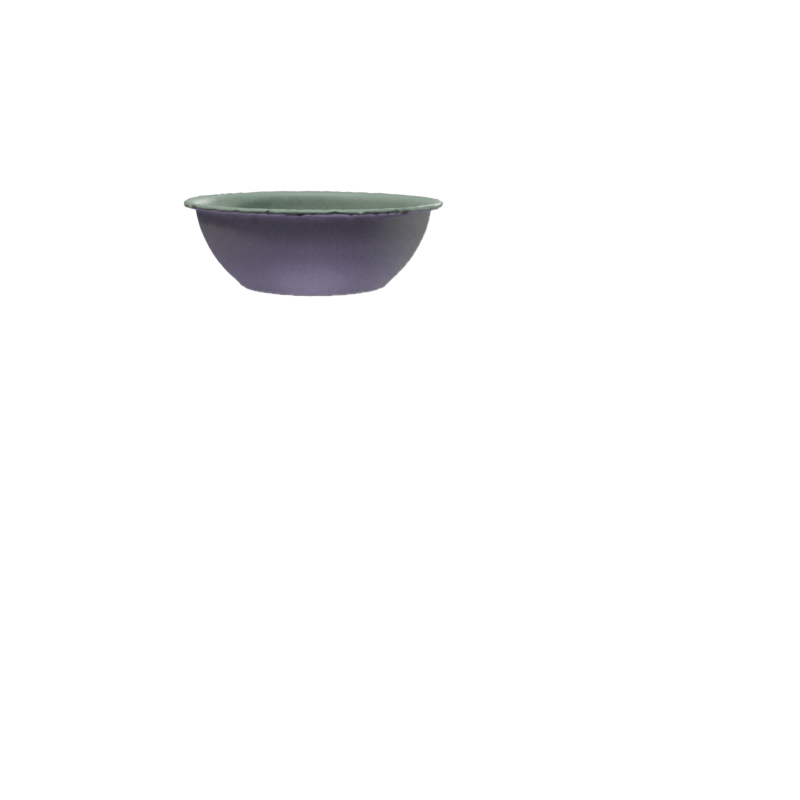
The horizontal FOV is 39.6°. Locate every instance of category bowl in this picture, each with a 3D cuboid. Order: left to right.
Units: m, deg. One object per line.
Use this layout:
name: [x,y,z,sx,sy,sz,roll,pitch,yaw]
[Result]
bowl: [-0.055,-0.099,0.697,0.162,0.054,0.167,0,14,-2]
